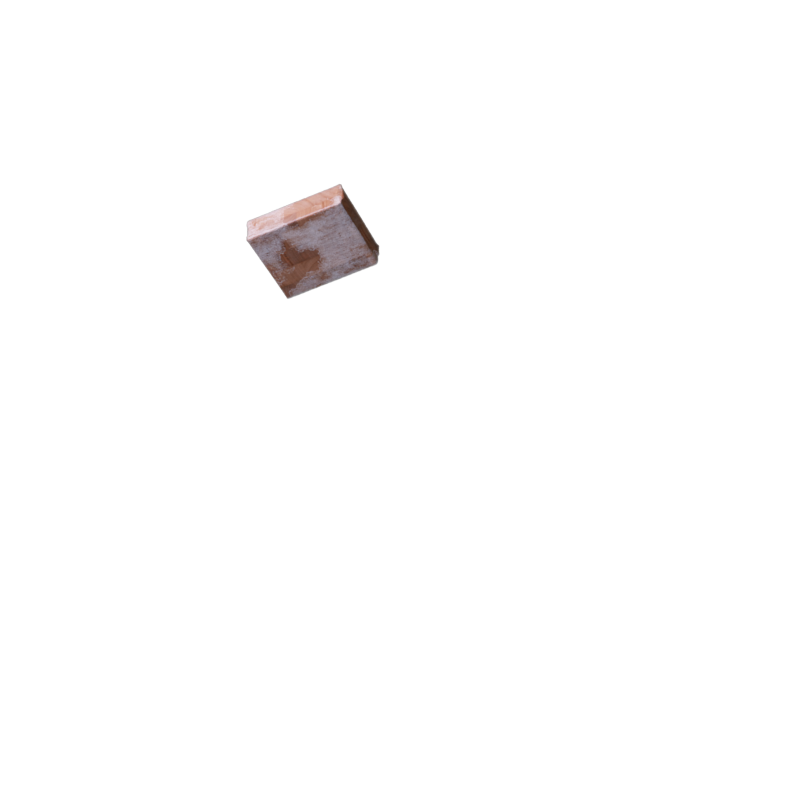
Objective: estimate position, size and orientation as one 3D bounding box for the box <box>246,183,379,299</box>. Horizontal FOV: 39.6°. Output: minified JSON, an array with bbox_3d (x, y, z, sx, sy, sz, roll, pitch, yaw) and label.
[{"bbox_3d":[-0.072,-0.131,0.920,0.090,0.032,0.068,-20,-51,17],"label":"box"}]
